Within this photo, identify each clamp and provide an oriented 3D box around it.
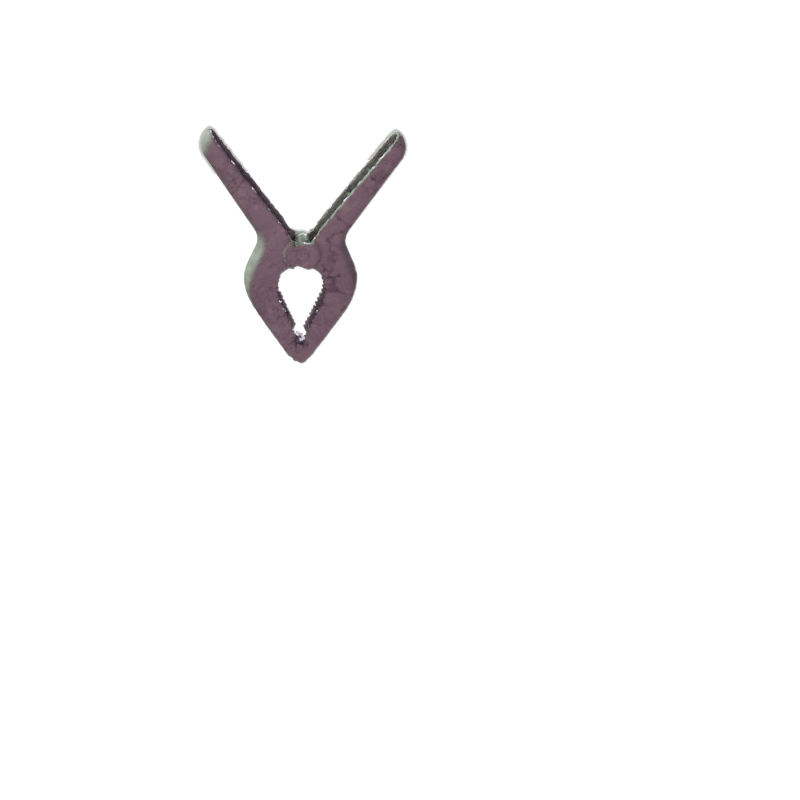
[{"bbox_3d":[-0.072,-0.132,0.922,0.165,0.199,0.038,-4,22,2],"label":"clamp"}]
